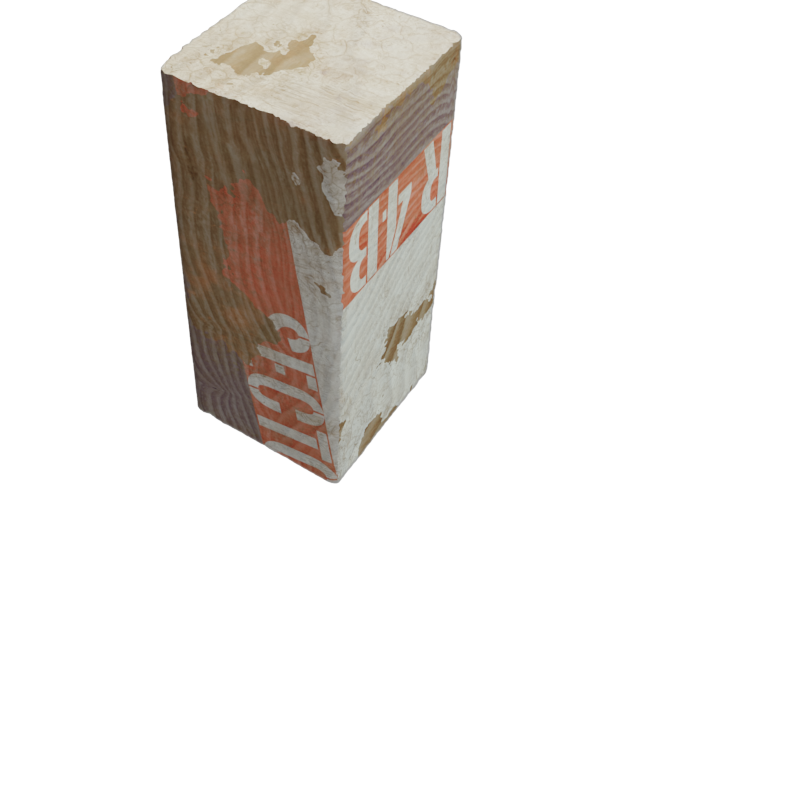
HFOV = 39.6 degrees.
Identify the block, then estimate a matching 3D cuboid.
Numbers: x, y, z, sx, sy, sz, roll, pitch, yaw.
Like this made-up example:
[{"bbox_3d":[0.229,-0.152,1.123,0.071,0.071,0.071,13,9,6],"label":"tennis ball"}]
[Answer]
[{"bbox_3d":[-0.040,-0.072,0.504,0.094,0.192,0.093,26,51,19],"label":"block"}]
